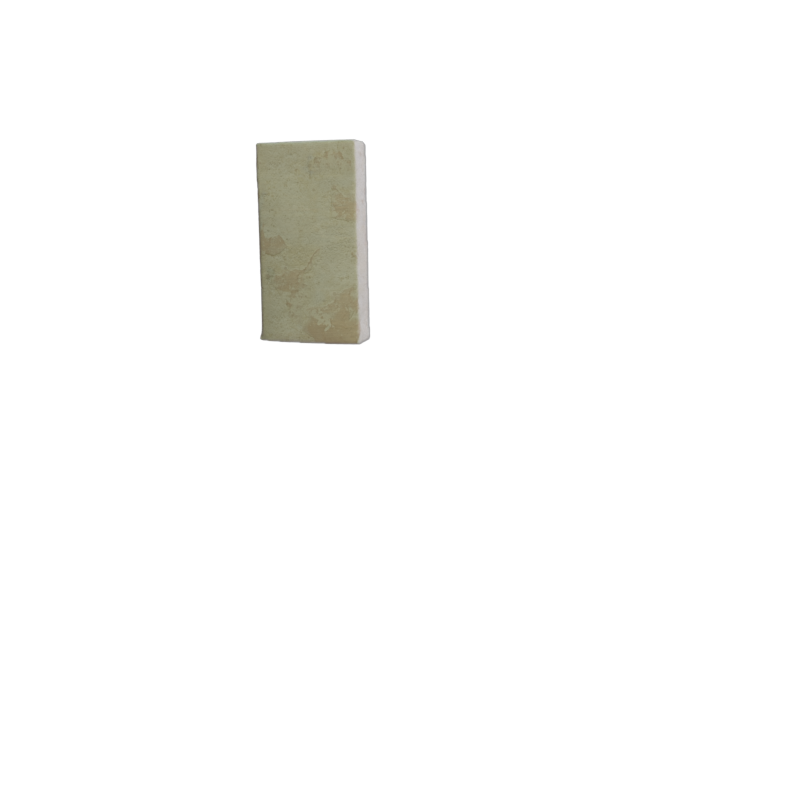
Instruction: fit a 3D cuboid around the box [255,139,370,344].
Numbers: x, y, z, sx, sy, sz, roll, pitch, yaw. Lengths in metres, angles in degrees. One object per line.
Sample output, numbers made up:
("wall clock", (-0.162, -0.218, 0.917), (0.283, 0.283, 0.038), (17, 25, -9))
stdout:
("box", (-0.076, -0.139, 0.973), (0.095, 0.176, 0.047), (1, 1, 16))
